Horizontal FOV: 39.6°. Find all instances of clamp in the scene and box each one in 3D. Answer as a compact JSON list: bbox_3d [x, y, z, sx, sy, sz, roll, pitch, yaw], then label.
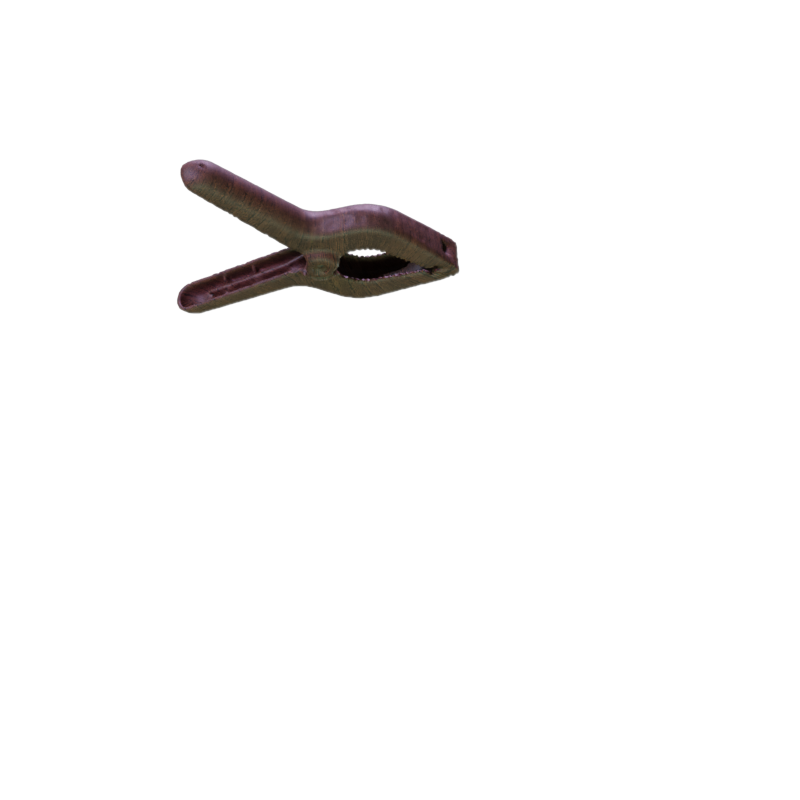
[{"bbox_3d":[-0.062,-0.113,0.790,0.210,0.039,0.154,0,-30,-1],"label":"clamp"}]
